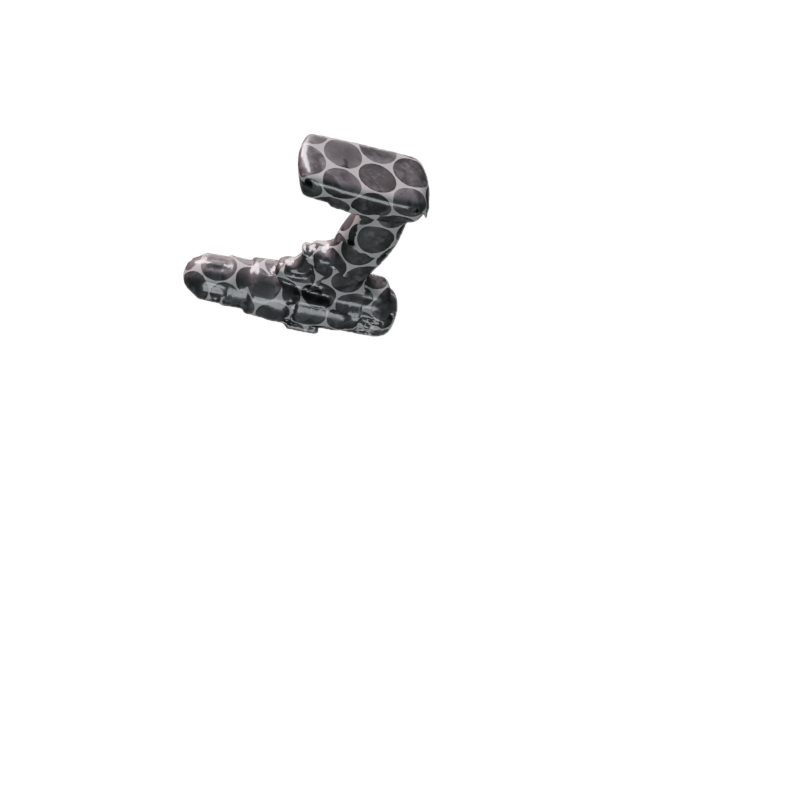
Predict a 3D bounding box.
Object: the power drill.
[{"bbox_3d":[-0.070,-0.127,0.893,0.180,0.061,0.179,10,-37,-15],"label":"power drill"}]
